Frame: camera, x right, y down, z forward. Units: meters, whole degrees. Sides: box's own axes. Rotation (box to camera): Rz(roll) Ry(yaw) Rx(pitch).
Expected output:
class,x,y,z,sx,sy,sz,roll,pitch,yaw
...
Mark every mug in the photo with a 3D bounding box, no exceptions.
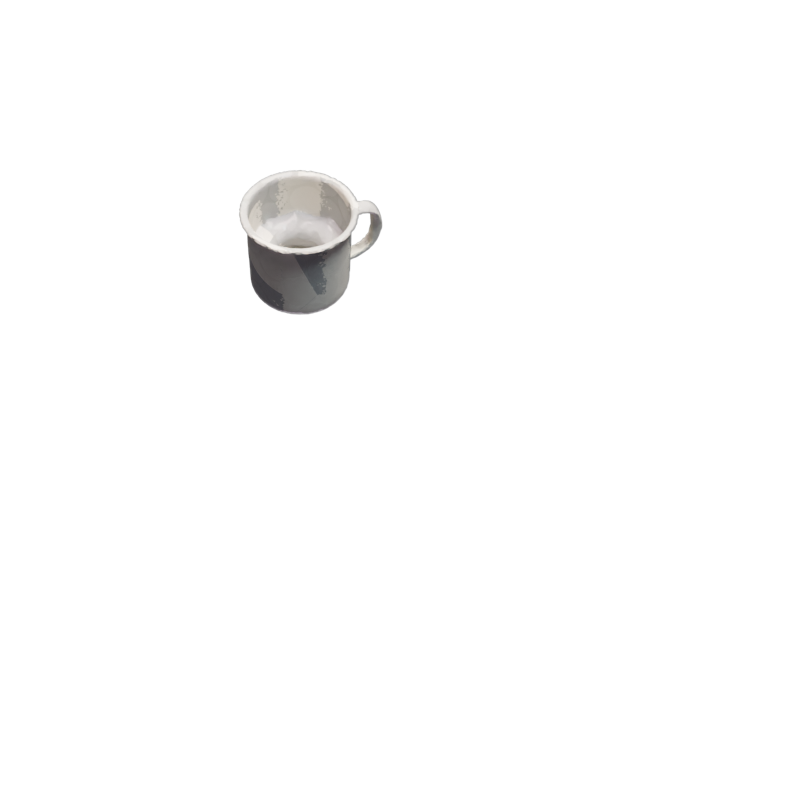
class,x,y,z,sx,sy,sz,roll,pitch,yaw
mug,-0.069,-0.127,0.887,0.116,0.101,0.076,-20,-37,-17
